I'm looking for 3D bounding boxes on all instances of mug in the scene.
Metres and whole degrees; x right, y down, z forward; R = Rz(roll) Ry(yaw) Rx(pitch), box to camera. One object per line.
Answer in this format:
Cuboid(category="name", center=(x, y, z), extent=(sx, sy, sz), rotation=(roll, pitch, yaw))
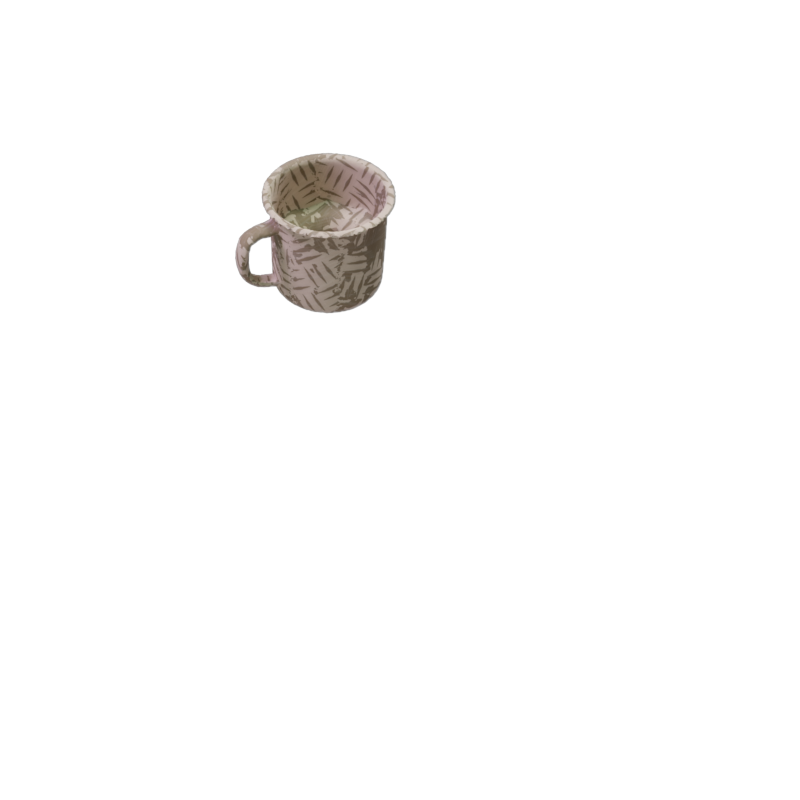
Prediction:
Cuboid(category="mug", center=(-0.062, -0.112, 0.788), extent=(0.116, 0.076, 0.101), rotation=(-22, 50, -22))
